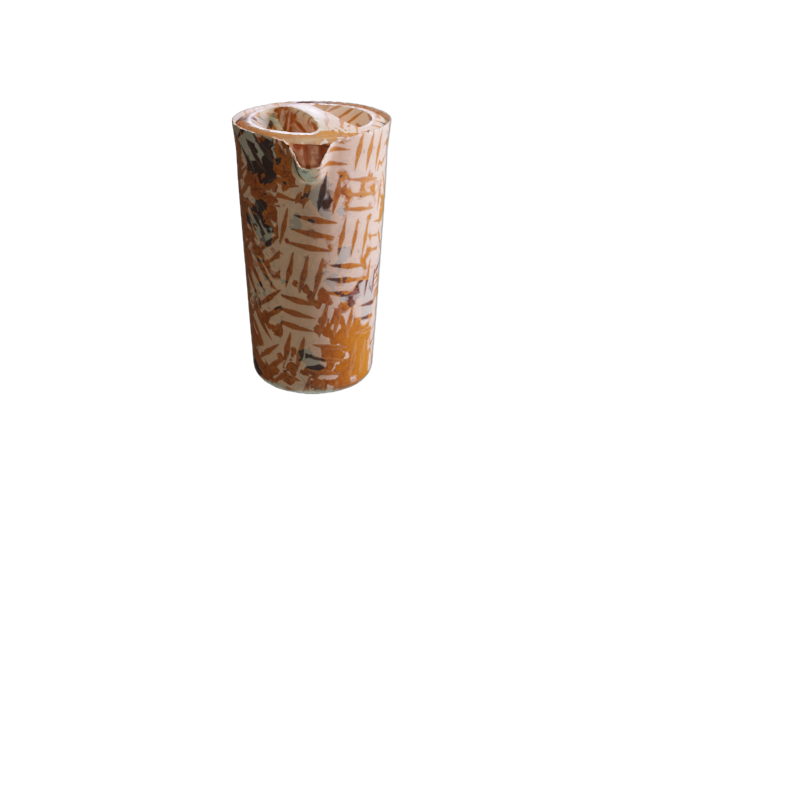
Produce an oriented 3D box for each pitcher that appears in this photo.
[{"bbox_3d":[-0.076,-0.139,0.975,0.154,0.231,0.148,21,30,38],"label":"pitcher"}]
